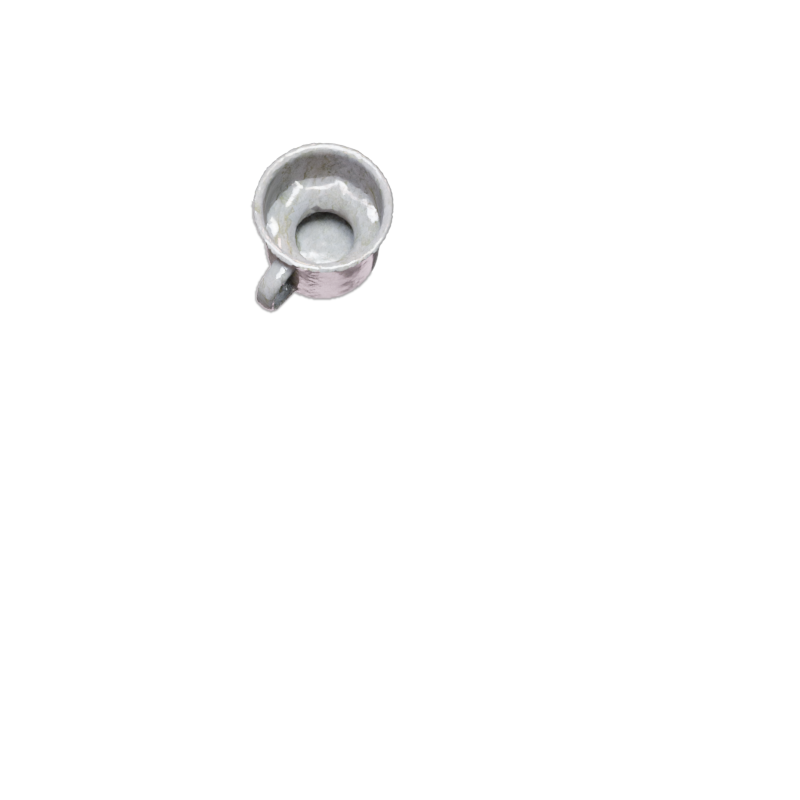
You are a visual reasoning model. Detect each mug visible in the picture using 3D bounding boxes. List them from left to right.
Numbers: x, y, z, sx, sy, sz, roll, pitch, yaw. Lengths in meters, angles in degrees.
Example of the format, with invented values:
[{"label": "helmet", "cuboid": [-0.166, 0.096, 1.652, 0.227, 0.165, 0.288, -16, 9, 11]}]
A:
[{"label": "mug", "cuboid": [-0.060, -0.109, 0.764, 0.095, 0.120, 0.078, 31, -16, 8]}]
